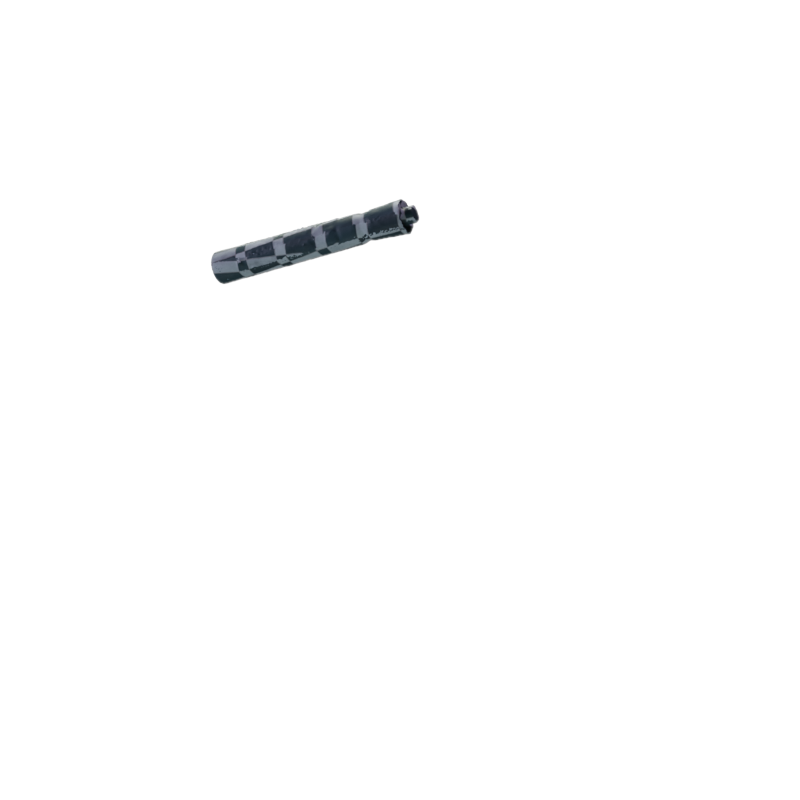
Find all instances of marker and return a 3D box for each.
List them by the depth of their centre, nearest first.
[{"bbox_3d":[-0.047,-0.085,0.598,0.123,0.020,0.019,-12,-1,25],"label":"marker"}]
